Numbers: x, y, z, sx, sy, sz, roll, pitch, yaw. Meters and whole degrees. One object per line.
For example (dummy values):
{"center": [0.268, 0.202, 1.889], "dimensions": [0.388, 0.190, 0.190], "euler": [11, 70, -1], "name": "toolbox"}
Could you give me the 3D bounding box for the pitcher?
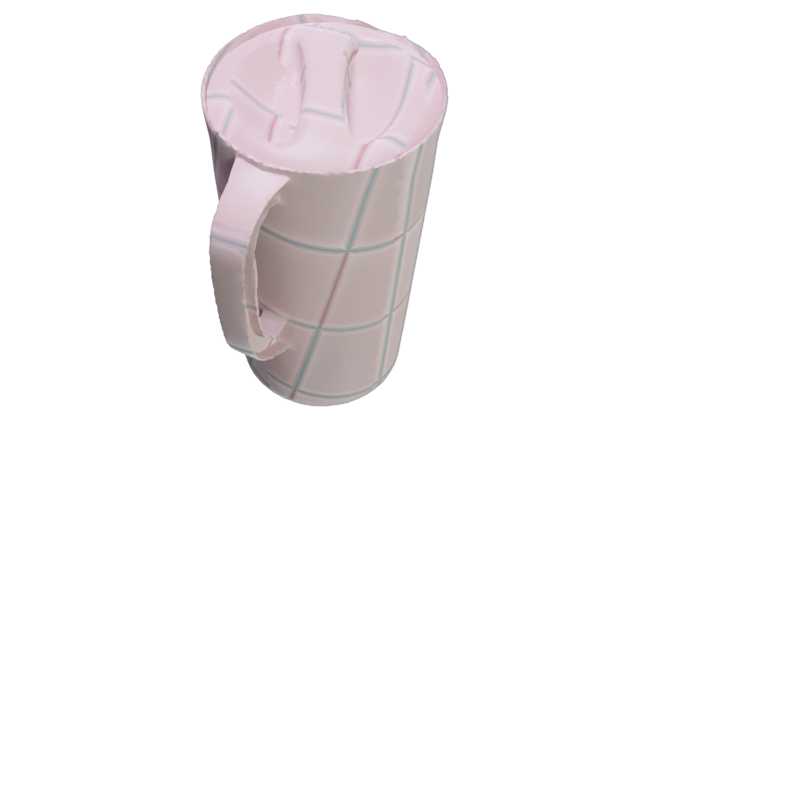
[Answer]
{"center": [-0.053, -0.096, 0.675], "dimensions": [0.148, 0.157, 0.227], "euler": [-14, -36, -13], "name": "pitcher"}
